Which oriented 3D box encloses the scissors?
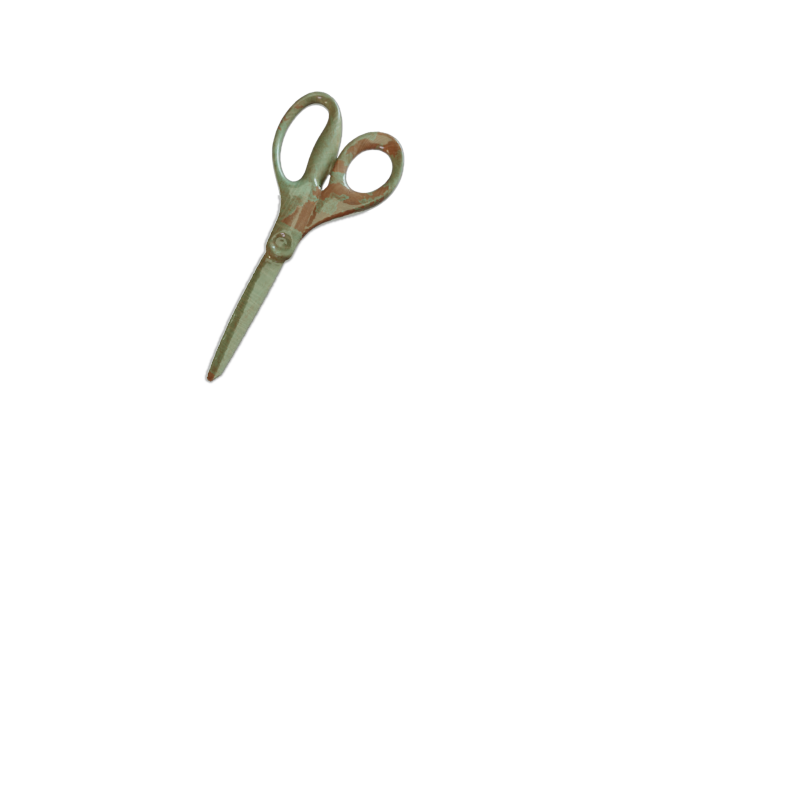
[{"bbox_3d":[-0.055,-0.101,0.708,0.097,0.208,0.015,10,-16,3],"label":"scissors"}]
